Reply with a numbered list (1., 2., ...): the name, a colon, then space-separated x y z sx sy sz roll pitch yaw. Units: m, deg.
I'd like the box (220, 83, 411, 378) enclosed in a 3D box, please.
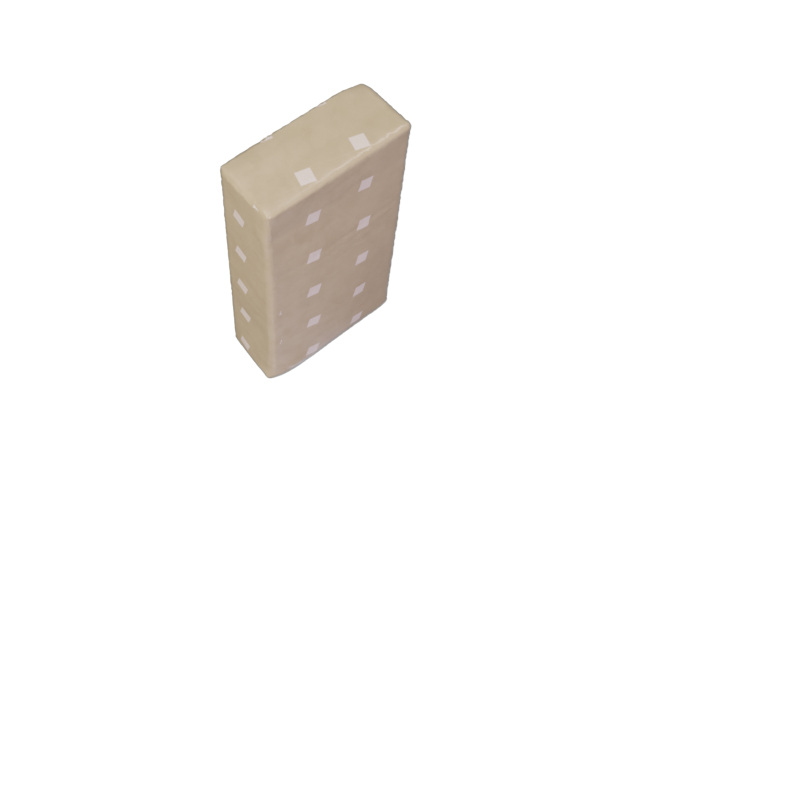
1. box: -0.048 -0.087 0.607 0.094 0.051 0.166 -36 -21 -21
